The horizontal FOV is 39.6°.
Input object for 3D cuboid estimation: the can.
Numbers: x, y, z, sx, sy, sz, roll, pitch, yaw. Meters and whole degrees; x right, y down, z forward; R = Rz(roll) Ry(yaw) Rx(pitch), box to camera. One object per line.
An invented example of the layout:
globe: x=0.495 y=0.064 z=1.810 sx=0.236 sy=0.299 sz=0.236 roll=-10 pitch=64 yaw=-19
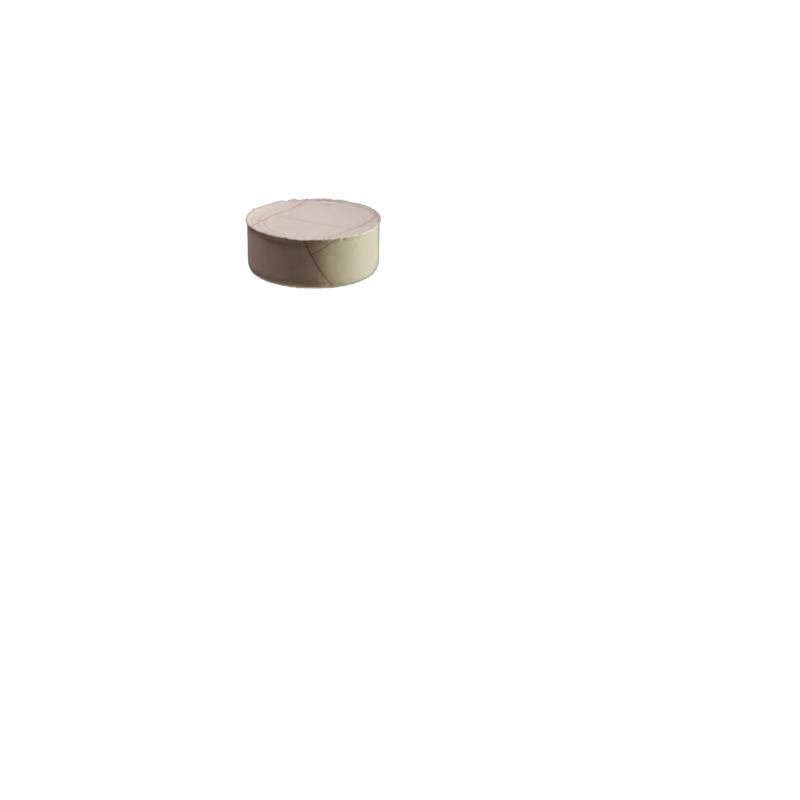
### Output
can: x=-0.055 y=-0.101 z=0.708 sx=0.086 sy=0.032 sz=0.090 roll=-1 pitch=25 yaw=-2
